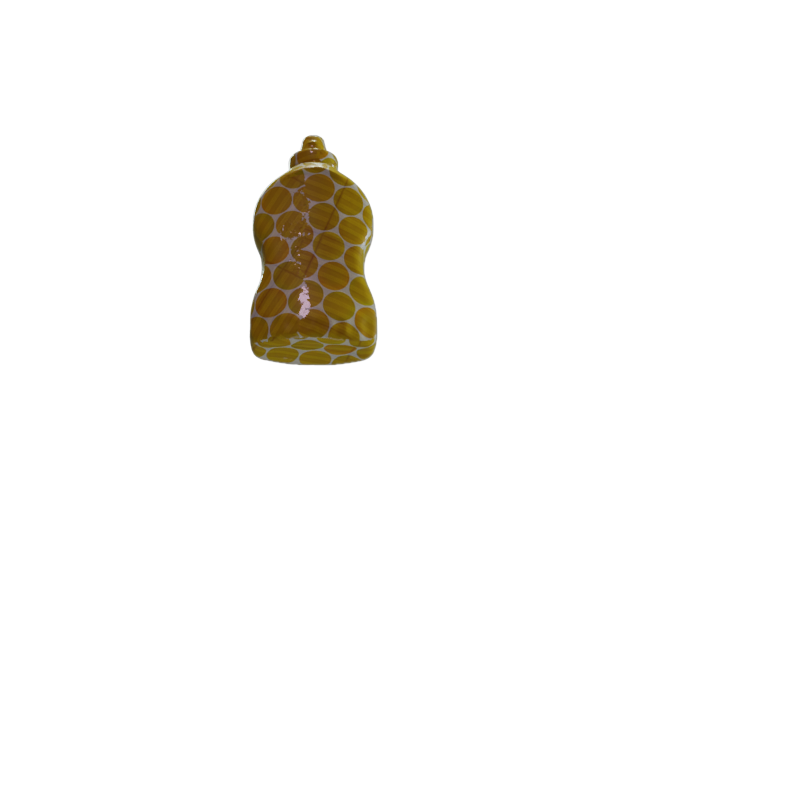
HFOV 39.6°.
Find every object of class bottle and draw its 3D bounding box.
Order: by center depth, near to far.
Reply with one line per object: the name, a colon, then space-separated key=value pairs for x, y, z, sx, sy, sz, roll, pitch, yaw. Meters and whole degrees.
bottle: x=-0.069 y=-0.125 z=0.876 sx=0.096 sy=0.203 sz=0.055 roll=-1 pitch=-27 yaw=-2
